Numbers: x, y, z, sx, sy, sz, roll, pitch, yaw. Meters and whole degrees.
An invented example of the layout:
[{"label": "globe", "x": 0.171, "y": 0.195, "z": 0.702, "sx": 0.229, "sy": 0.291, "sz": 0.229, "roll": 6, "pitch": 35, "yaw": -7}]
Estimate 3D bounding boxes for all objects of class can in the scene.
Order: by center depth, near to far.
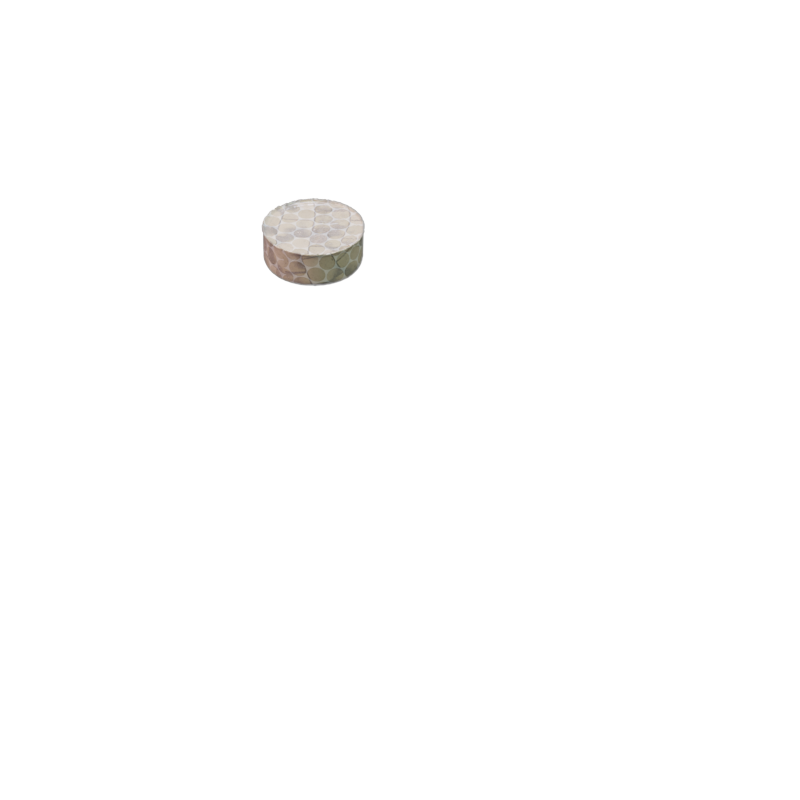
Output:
[{"label": "can", "x": -0.073, "y": -0.133, "z": 0.930, "sx": 0.086, "sy": 0.031, "sz": 0.092, "roll": -1, "pitch": 39, "yaw": -2}]
